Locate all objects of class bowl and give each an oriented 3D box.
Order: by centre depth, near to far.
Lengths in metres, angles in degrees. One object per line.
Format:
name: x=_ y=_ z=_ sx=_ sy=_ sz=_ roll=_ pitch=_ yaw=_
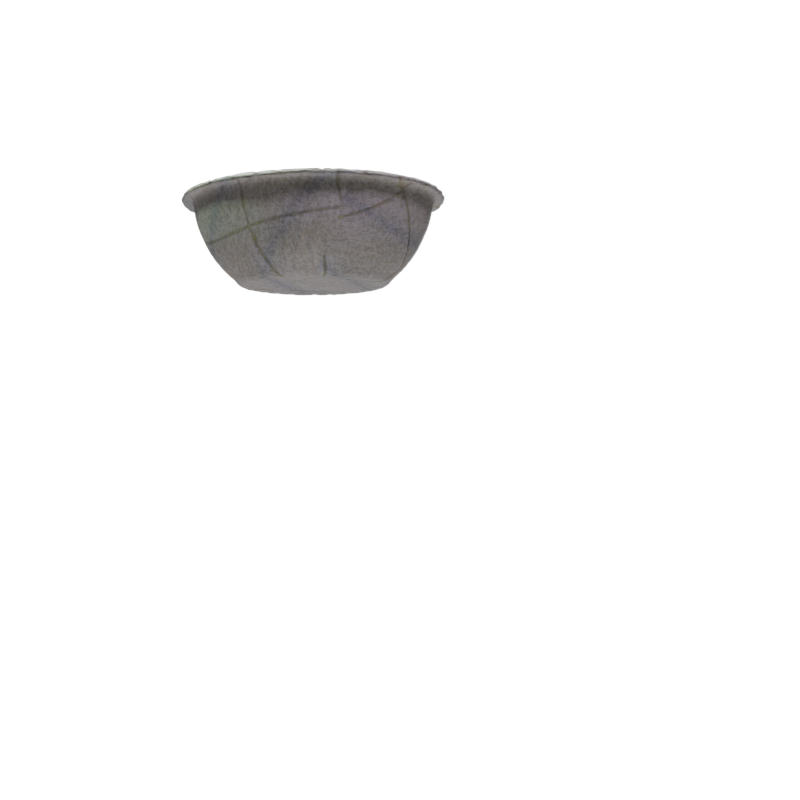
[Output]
bowl: x=-0.053 y=-0.097 z=0.680 sx=0.162 sy=0.056 sz=0.160 roll=0 pitch=-3 yaw=-2
